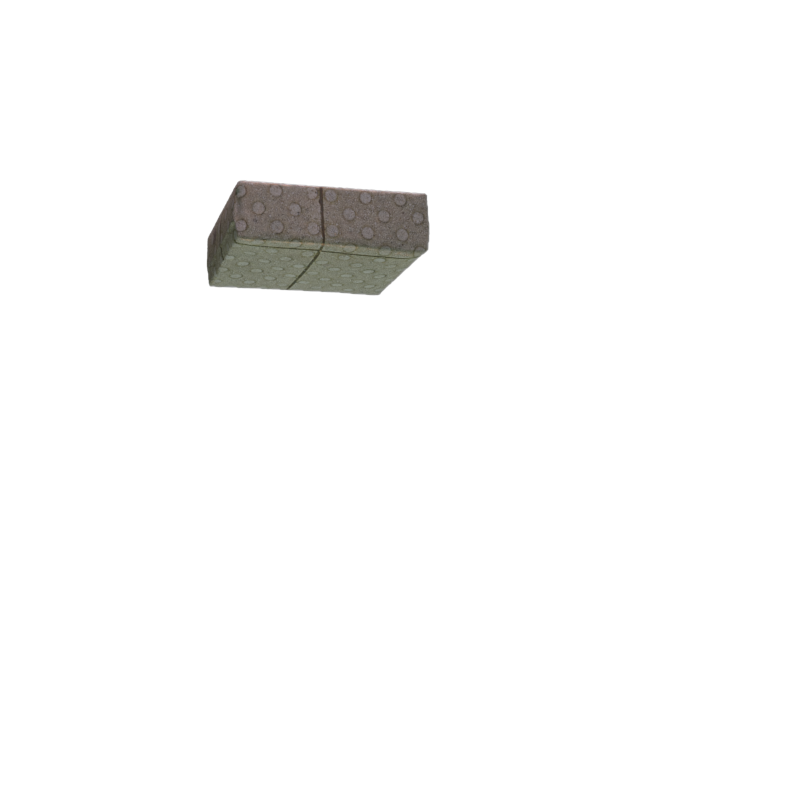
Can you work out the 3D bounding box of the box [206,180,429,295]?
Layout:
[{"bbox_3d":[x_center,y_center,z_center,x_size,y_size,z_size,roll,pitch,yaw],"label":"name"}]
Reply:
[{"bbox_3d":[-0.051,-0.092,0.646,0.111,0.040,0.089,4,-14,-17],"label":"box"}]
